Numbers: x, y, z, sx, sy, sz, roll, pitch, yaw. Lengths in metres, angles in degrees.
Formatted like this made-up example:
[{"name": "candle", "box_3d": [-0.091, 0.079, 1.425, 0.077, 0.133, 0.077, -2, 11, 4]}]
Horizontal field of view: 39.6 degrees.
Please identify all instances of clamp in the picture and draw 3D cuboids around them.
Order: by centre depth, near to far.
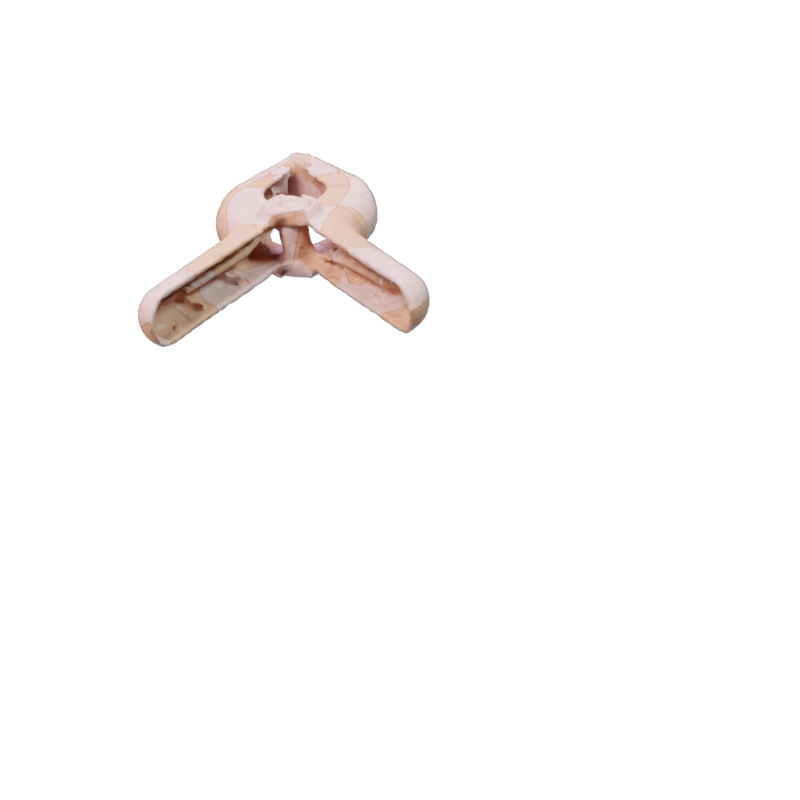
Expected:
[{"name": "clamp", "box_3d": [-0.041, -0.074, 0.517, 0.122, 0.037, 0.180, 5, 34, 7]}]
